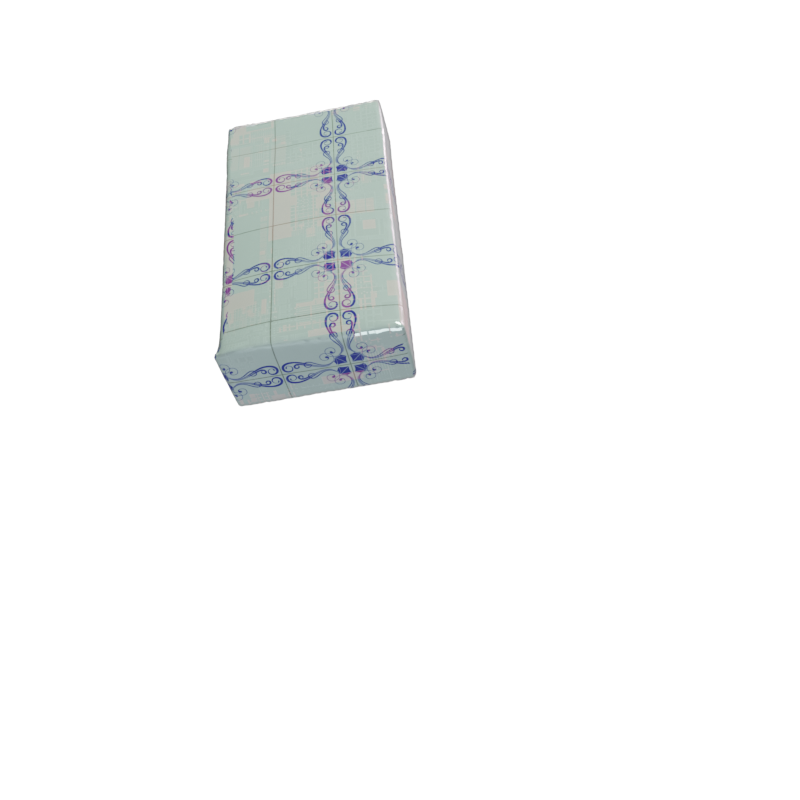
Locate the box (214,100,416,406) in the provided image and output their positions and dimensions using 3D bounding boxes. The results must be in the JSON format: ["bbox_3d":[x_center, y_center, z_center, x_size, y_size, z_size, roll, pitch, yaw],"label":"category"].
[{"bbox_3d":[-0.046,-0.084,0.591,0.094,0.189,0.044,-10,-44,7],"label":"box"}]
